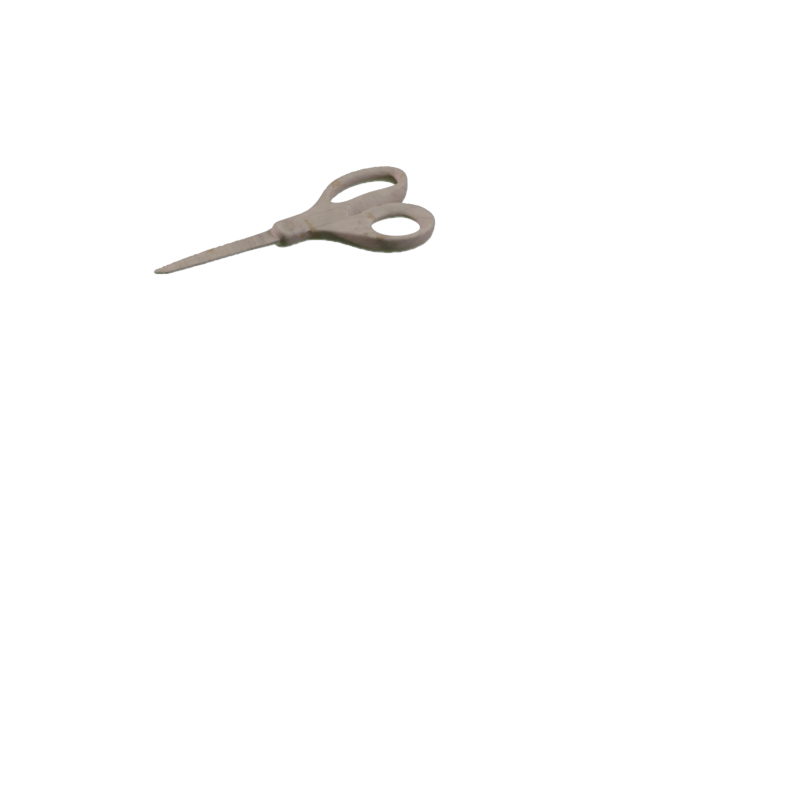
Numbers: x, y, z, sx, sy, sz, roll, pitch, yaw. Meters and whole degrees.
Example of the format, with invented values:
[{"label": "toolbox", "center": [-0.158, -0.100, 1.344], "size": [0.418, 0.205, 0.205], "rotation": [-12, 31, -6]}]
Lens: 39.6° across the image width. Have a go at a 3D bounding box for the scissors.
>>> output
[{"label": "scissors", "center": [-0.060, -0.109, 0.760], "size": [0.103, 0.015, 0.202], "rotation": [34, 53, 31]}]
